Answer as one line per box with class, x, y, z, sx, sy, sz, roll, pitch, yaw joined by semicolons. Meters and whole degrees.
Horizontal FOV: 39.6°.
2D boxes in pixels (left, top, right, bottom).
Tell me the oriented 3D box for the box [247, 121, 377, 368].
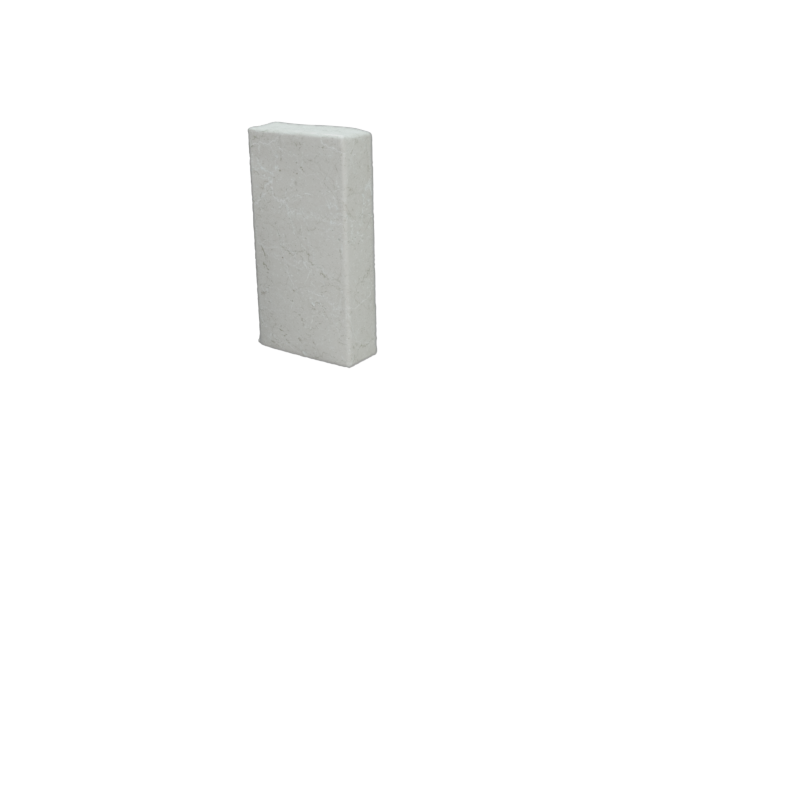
box;-0.066;-0.121;0.846;0.098;0.170;0.047;12;18;35
